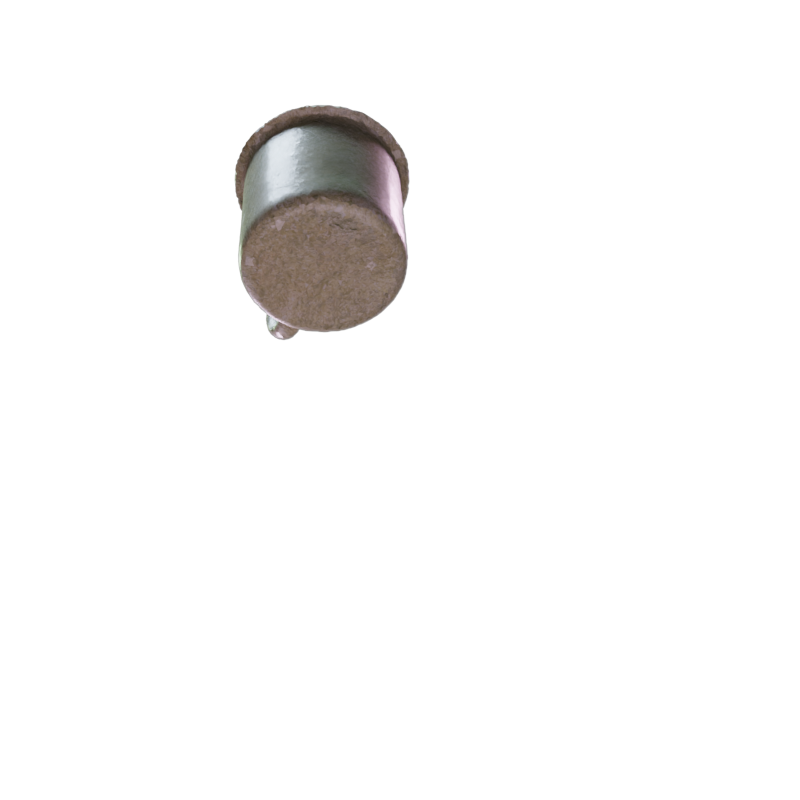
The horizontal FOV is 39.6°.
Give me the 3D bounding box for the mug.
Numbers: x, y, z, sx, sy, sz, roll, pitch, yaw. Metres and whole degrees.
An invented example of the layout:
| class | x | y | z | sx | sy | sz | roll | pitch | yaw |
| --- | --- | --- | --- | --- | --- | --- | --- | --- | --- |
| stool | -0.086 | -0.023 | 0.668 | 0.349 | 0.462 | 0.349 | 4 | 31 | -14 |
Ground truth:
| class | x | y | z | sx | sy | sz | roll | pitch | yaw |
| --- | --- | --- | --- | --- | --- | --- | --- | --- | --- |
| mug | -0.044 | -0.080 | 0.563 | 0.090 | 0.113 | 0.087 | 19 | 35 | -16 |
